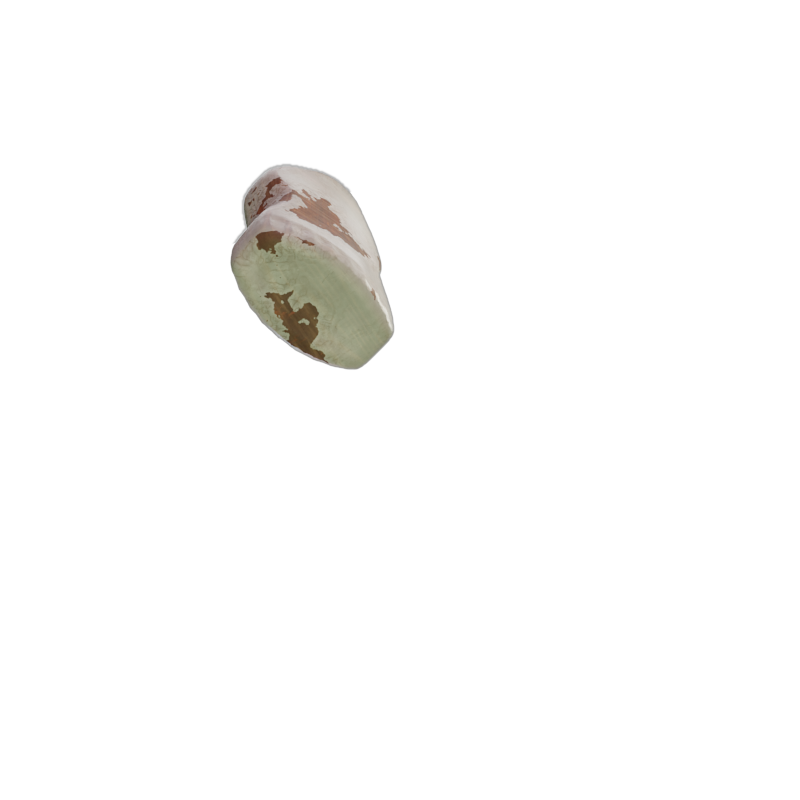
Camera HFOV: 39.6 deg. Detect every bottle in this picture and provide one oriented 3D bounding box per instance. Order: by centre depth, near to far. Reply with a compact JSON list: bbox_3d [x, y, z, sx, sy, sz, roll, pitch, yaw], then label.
[{"bbox_3d":[-0.053,-0.096,0.673,0.092,0.057,0.202,36,19,-19],"label":"bottle"}]
